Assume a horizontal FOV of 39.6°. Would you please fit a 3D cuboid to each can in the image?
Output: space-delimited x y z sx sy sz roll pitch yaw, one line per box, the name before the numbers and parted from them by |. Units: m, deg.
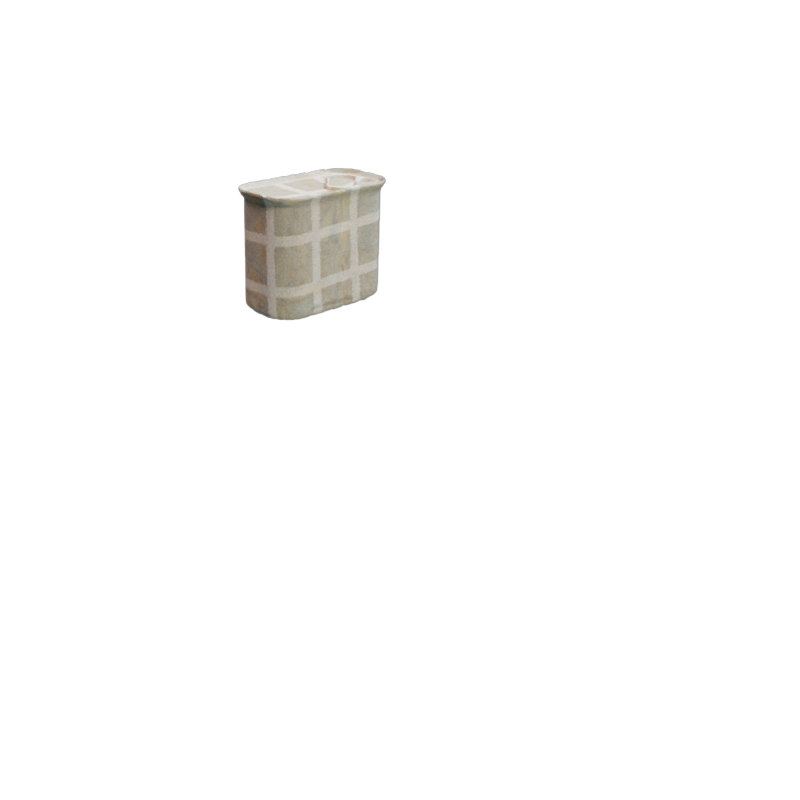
can | -0.059 -0.108 0.753 0.100 0.080 0.061 -18 26 -41
